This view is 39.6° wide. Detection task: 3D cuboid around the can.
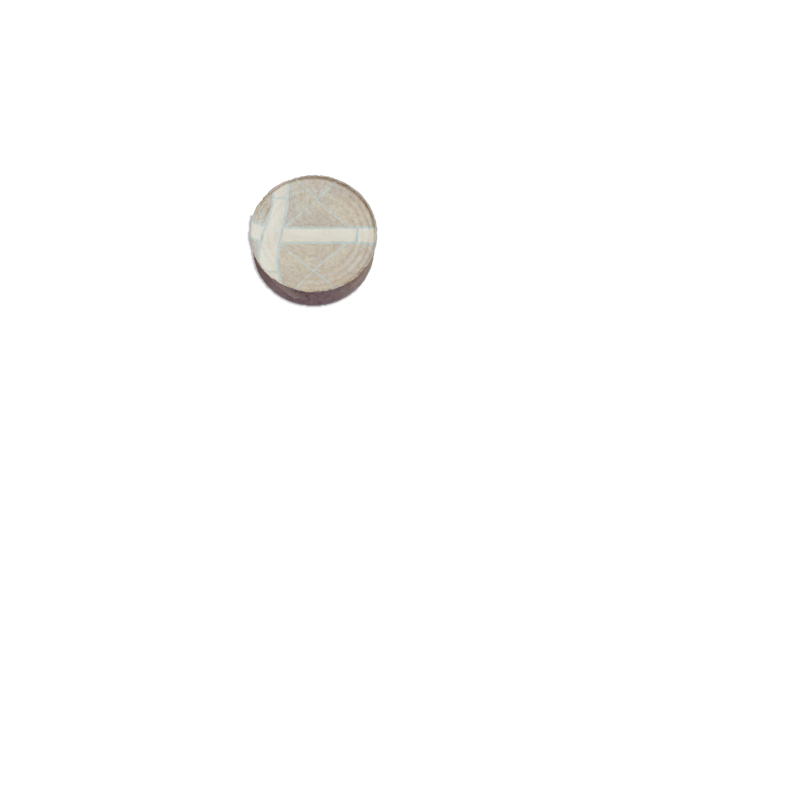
[{"bbox_3d":[-0.059,-0.108,0.756,0.086,0.090,0.032,-1,-22,-1],"label":"can"}]
